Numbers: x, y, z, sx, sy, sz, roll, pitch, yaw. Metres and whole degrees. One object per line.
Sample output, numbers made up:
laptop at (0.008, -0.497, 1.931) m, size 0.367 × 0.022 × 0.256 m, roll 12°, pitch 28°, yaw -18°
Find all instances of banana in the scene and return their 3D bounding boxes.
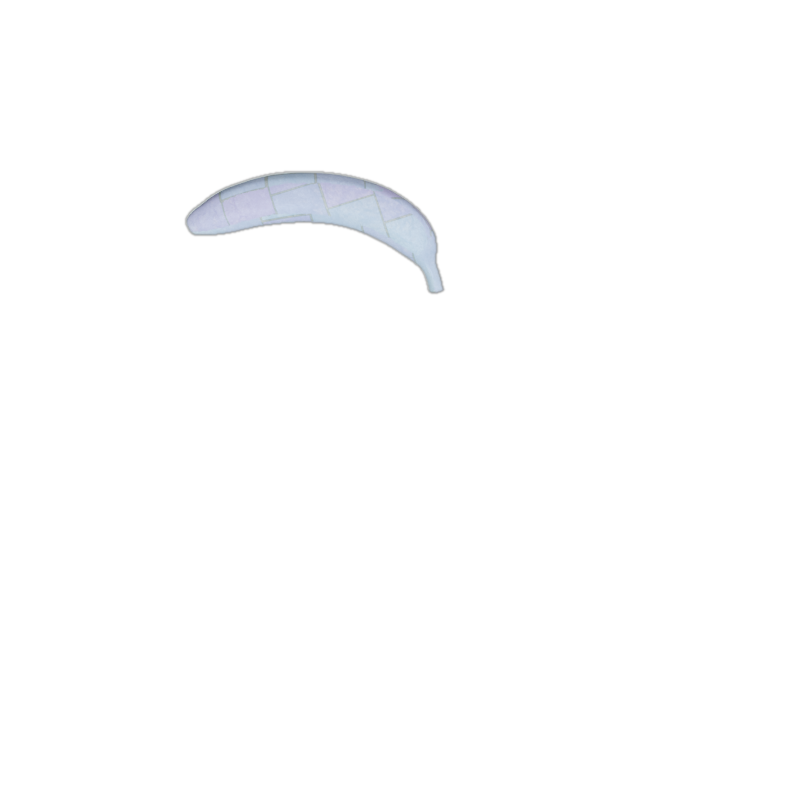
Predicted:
banana at (-0.056, -0.133, 0.815) m, size 0.198 × 0.070 × 0.037 m, roll 14°, pitch -1°, yaw 0°
